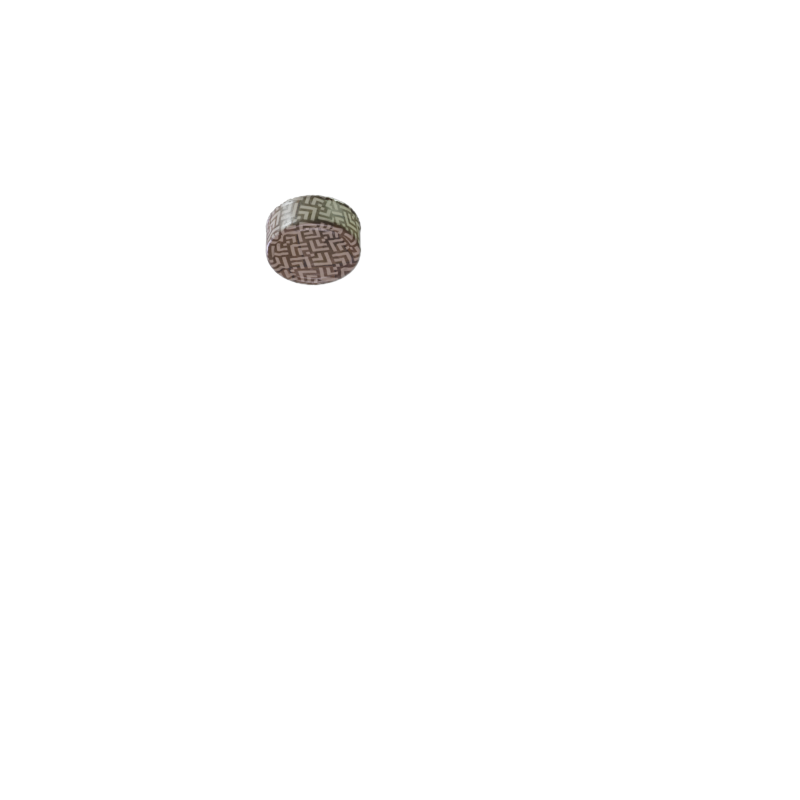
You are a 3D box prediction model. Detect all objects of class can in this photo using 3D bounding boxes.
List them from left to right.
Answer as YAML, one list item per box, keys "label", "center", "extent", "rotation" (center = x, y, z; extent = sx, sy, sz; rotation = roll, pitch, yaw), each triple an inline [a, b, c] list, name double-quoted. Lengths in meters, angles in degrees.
- label: "can"
  center: [-0.077, -0.141, 0.987]
  extent: [0.086, 0.036, 0.080]
  rotation: [1, -38, -2]
